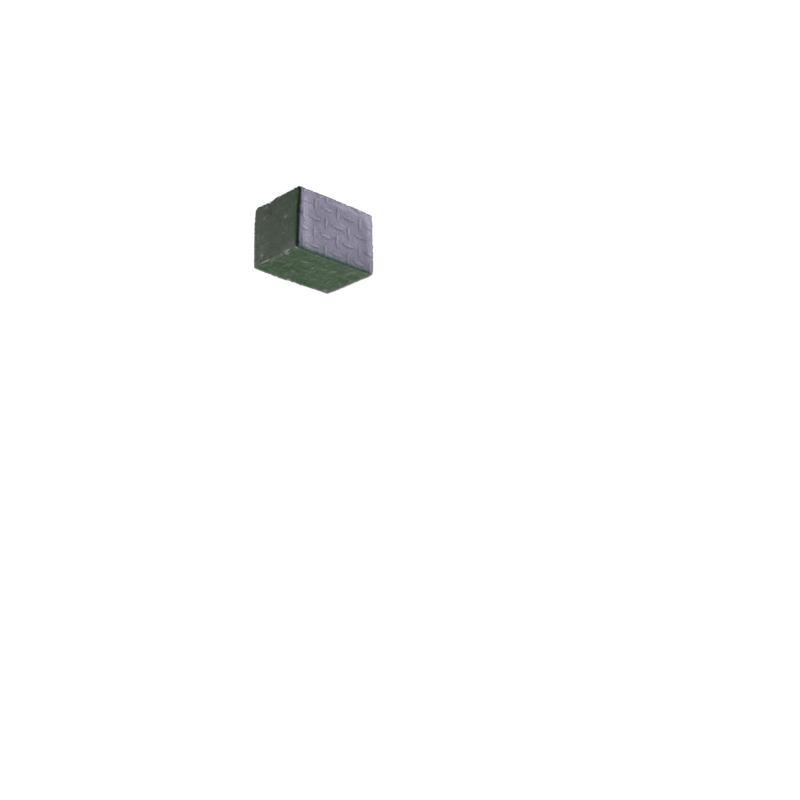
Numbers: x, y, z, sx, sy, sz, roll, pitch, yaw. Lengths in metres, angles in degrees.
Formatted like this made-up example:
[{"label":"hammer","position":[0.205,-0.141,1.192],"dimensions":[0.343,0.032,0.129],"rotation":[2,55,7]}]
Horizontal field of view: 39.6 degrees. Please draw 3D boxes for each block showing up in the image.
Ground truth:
[{"label":"block","position":[-0.066,-0.120,0.838],"dimensions":[0.073,0.054,0.053],"rotation":[18,-28,-41]}]
